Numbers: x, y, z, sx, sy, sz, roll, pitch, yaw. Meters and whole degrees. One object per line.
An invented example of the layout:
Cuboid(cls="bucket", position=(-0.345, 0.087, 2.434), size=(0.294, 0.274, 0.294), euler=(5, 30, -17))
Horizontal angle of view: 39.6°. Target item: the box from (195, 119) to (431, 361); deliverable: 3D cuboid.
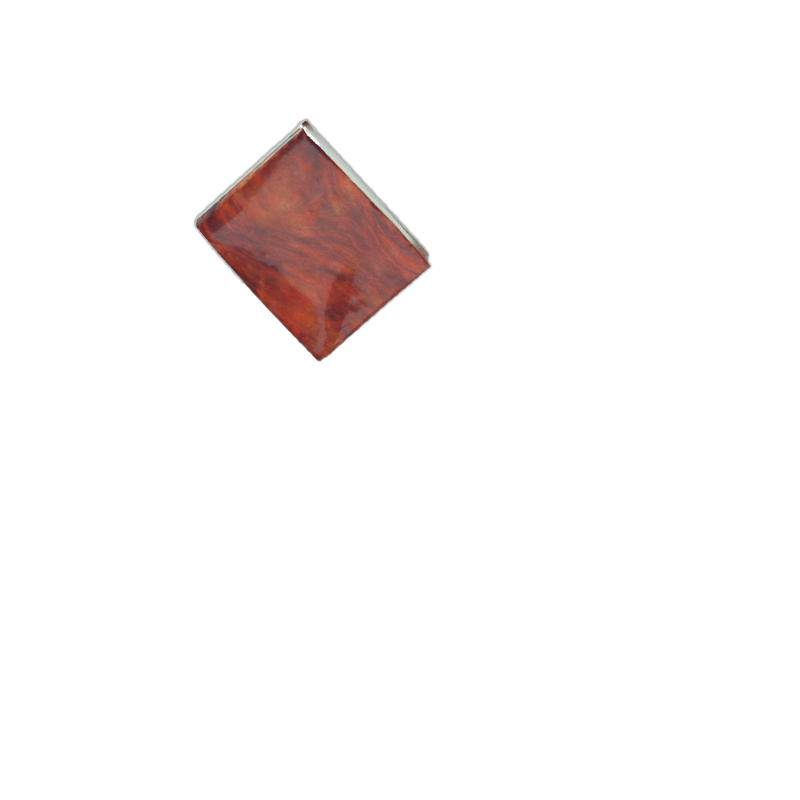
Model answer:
Cuboid(cls="box", position=(-0.051, -0.093, 0.652), size=(0.089, 0.110, 0.040), euler=(-41, 12, 10))
